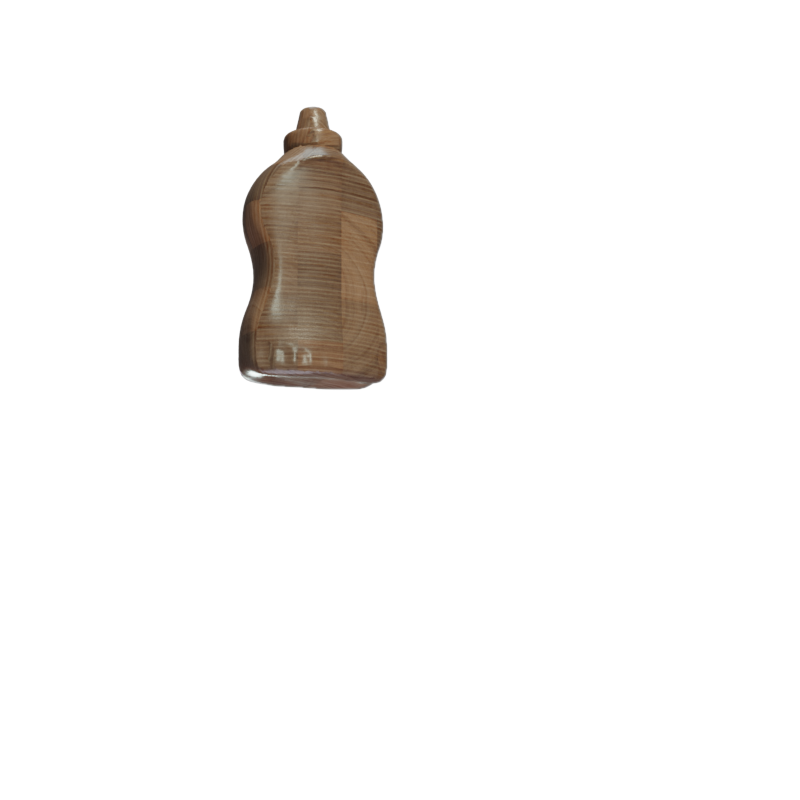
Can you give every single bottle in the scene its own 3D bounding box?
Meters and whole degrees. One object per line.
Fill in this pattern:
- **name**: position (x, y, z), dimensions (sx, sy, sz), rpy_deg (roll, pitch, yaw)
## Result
- **bottle**: position (-0.059, -0.106, 0.746), dimensions (0.093, 0.199, 0.058), rpy_deg (5, -17, -20)
